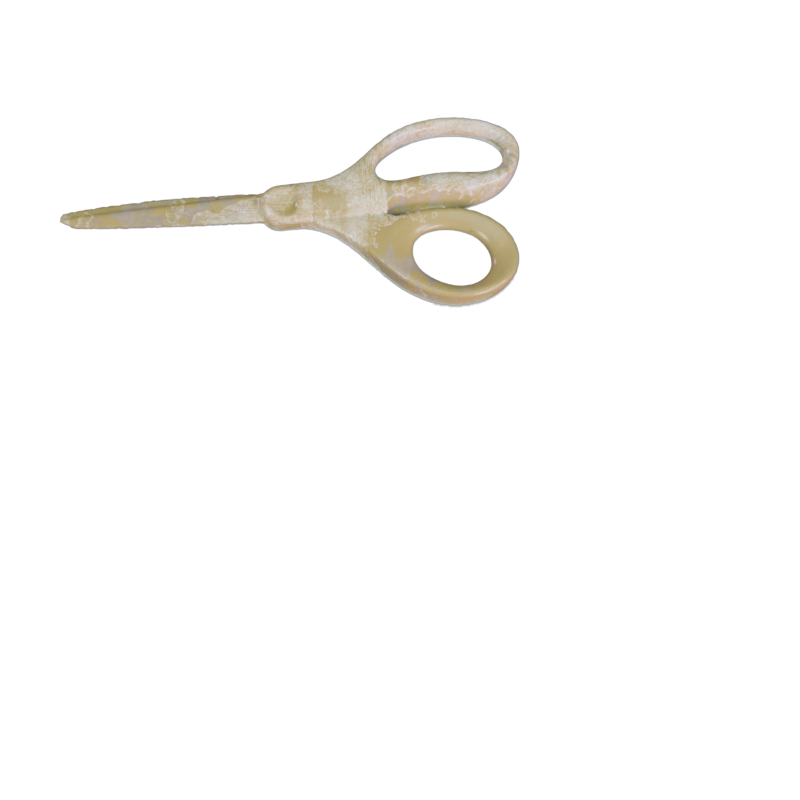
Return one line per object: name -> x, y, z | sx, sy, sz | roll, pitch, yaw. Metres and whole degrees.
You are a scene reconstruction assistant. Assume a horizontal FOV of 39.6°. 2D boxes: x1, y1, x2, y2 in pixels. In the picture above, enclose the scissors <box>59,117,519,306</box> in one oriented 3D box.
scissors -> -0.037, -0.068, 0.478 | 0.201, 0.102, 0.015 | -19, -22, -8
